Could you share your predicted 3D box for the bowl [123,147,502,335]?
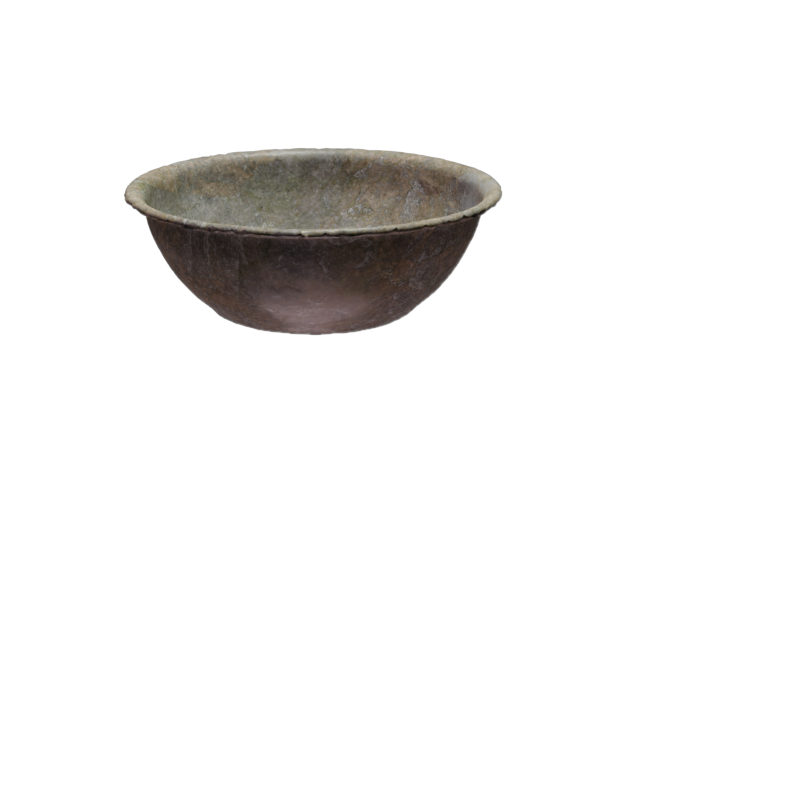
[{"bbox_3d":[-0.038,-0.069,0.487,0.162,0.053,0.169,-1,22,-2],"label":"bowl"}]
